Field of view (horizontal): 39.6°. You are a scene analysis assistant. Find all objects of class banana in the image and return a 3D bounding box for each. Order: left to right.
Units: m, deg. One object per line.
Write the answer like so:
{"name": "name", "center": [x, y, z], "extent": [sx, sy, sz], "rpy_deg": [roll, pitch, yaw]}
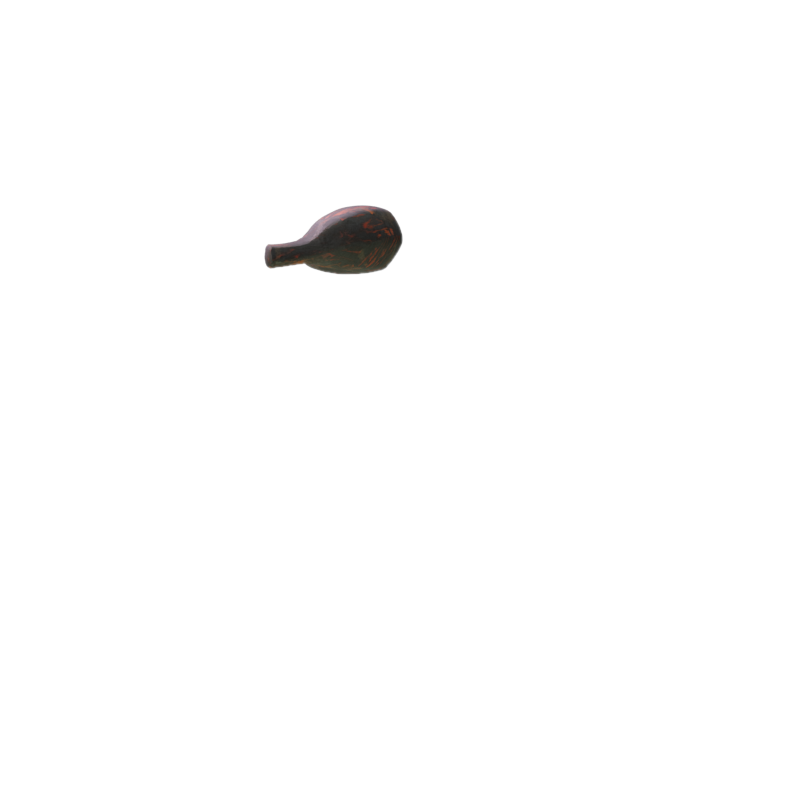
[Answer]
{"name": "banana", "center": [-0.033, -0.093, 0.652], "extent": [0.070, 0.037, 0.197], "rpy_deg": [0, 5, 2]}
